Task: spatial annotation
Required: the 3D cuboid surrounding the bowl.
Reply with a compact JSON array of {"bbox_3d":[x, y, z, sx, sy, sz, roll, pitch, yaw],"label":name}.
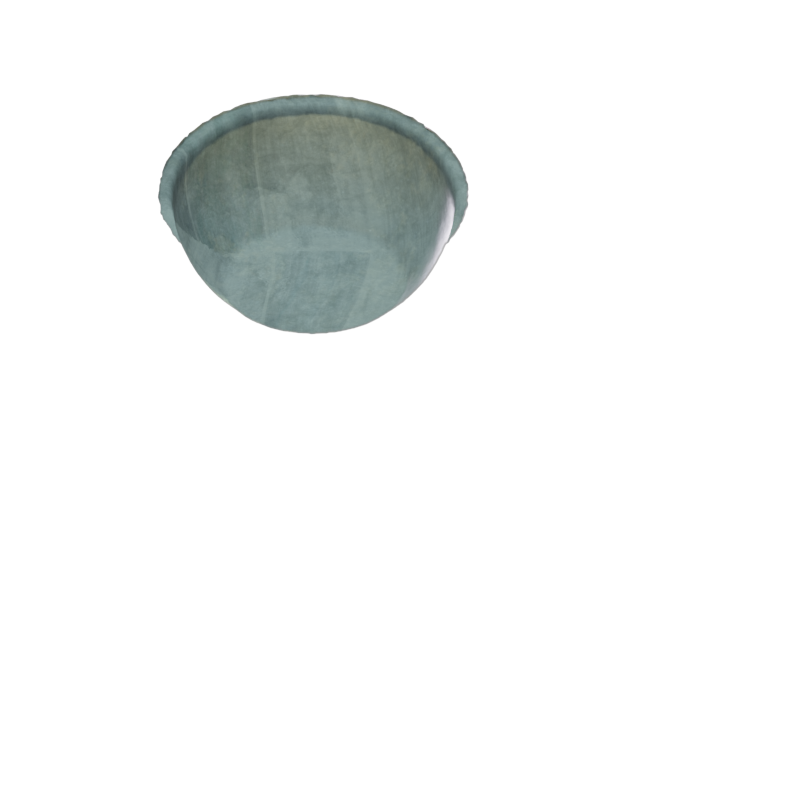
[{"bbox_3d":[-0.044,-0.081,0.565,0.162,0.059,0.152,1,-32,-2],"label":"bowl"}]
